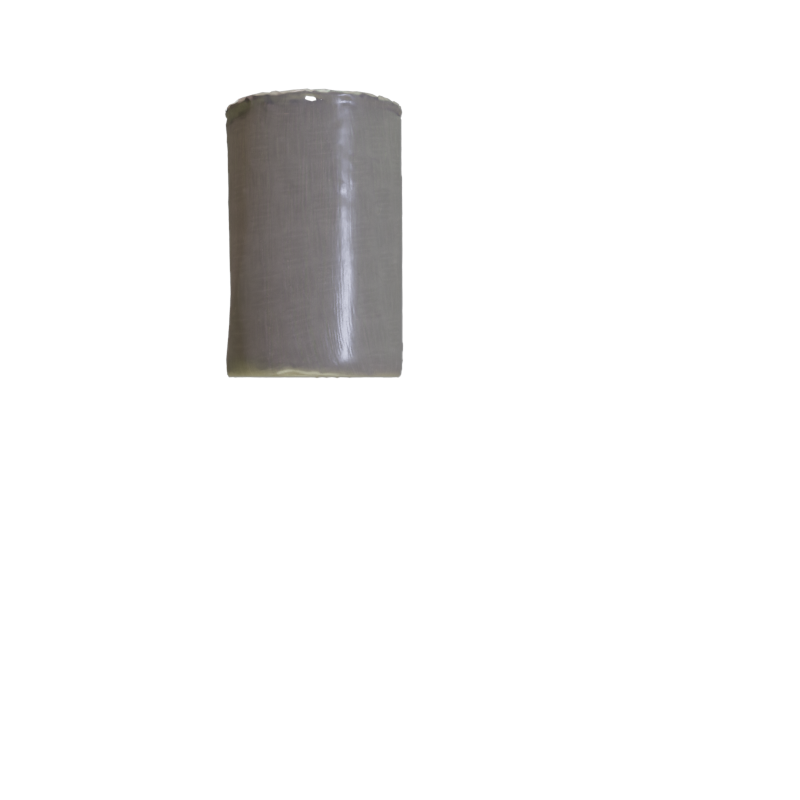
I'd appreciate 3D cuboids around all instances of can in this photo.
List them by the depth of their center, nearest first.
[{"bbox_3d":[-0.033,-0.060,0.419,0.068,0.104,0.068,0,-5,-2],"label":"can"}]
